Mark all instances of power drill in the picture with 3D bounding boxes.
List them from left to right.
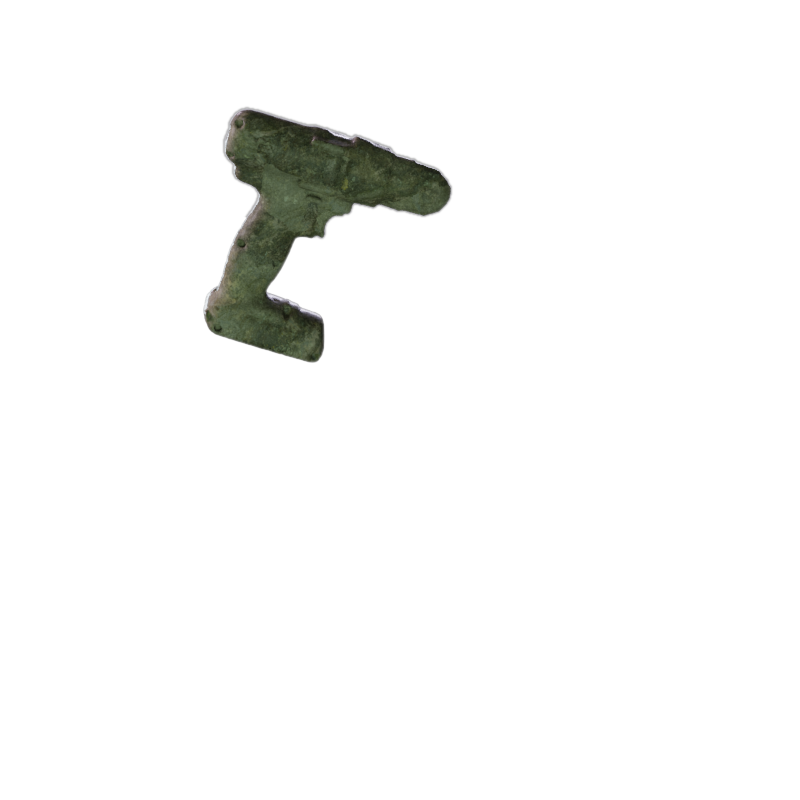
[{"bbox_3d":[-0.070,-0.128,0.897,0.182,0.182,0.060,18,18,-6],"label":"power drill"}]
